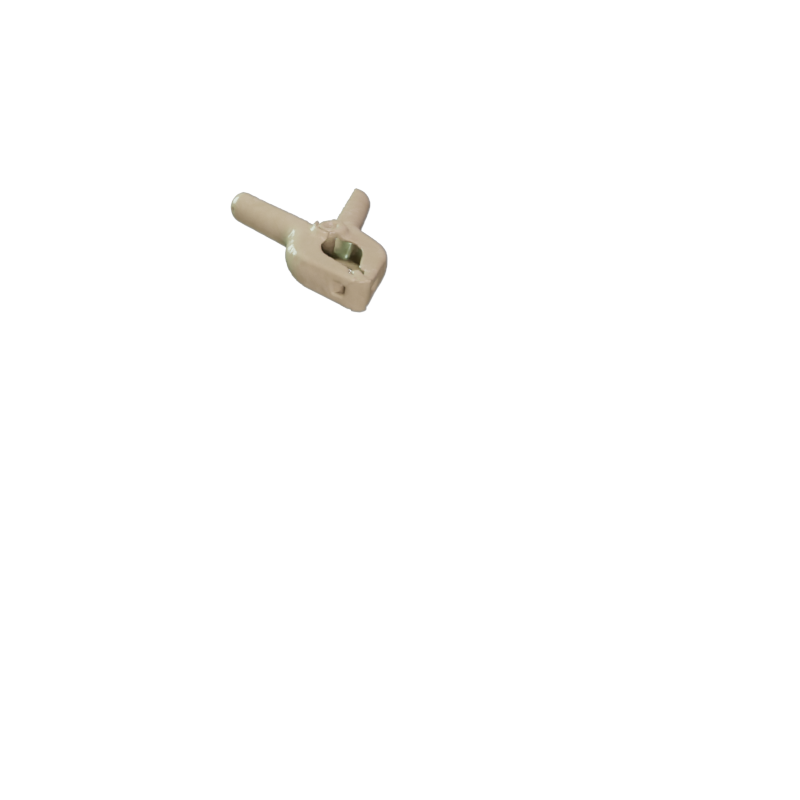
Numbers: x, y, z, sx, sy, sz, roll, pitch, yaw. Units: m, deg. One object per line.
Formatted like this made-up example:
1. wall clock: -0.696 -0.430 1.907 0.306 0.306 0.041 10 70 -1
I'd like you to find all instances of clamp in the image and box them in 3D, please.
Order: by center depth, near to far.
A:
1. clamp: -0.069 -0.125 0.878 0.119 0.037 0.184 -6 32 -10
